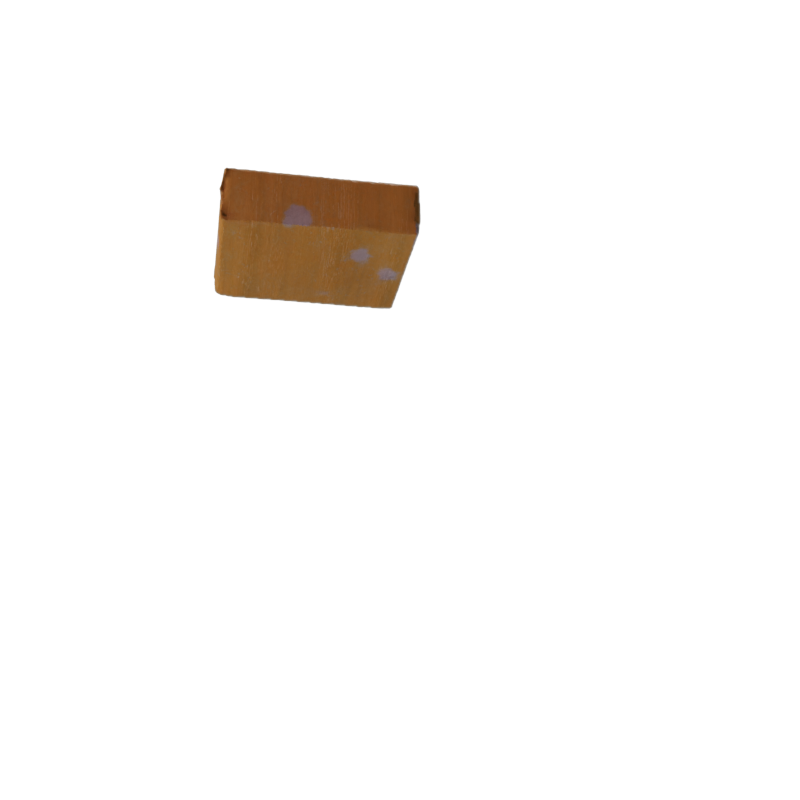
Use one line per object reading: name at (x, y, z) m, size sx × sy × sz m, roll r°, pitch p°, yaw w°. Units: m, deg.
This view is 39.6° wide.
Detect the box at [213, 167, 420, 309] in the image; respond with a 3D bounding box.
box at (-0.051, -0.092, 0.648) m, size 0.112 × 0.041 × 0.085 m, roll 3°, pitch -27°, yaw -7°
